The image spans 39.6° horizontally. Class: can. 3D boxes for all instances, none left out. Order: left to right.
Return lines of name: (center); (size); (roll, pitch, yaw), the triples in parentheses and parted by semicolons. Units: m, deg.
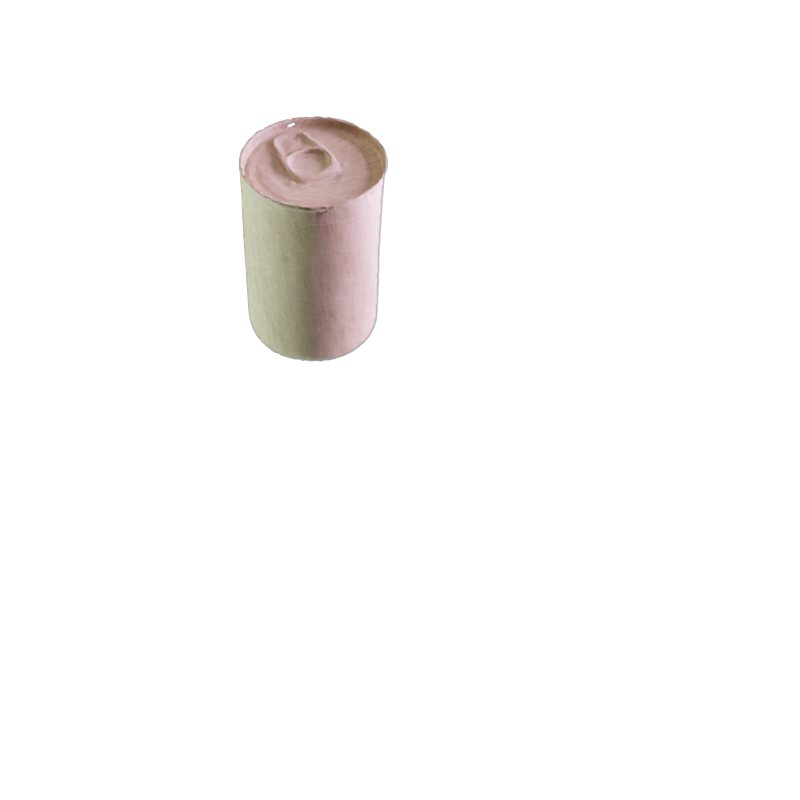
can: (-0.042, -0.077, 0.537); (0.068, 0.074, 0.095); (0, -44, -3)
